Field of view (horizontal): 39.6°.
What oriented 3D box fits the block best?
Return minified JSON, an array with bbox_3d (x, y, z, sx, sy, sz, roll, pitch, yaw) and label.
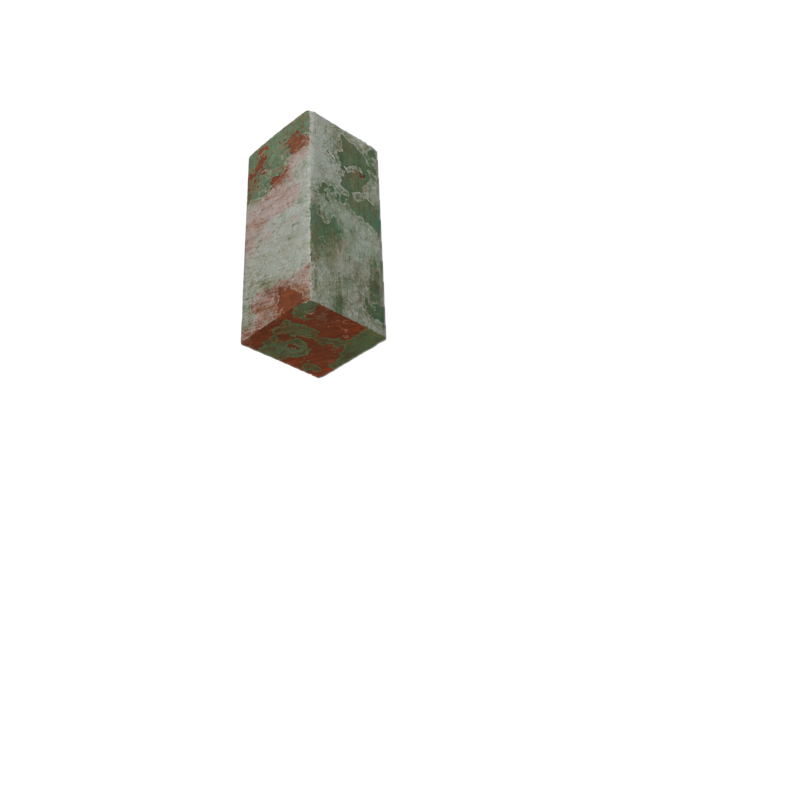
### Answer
[{"bbox_3d":[-0.076,-0.140,0.977,0.085,0.221,0.090,26,-44,-35],"label":"block"}]
